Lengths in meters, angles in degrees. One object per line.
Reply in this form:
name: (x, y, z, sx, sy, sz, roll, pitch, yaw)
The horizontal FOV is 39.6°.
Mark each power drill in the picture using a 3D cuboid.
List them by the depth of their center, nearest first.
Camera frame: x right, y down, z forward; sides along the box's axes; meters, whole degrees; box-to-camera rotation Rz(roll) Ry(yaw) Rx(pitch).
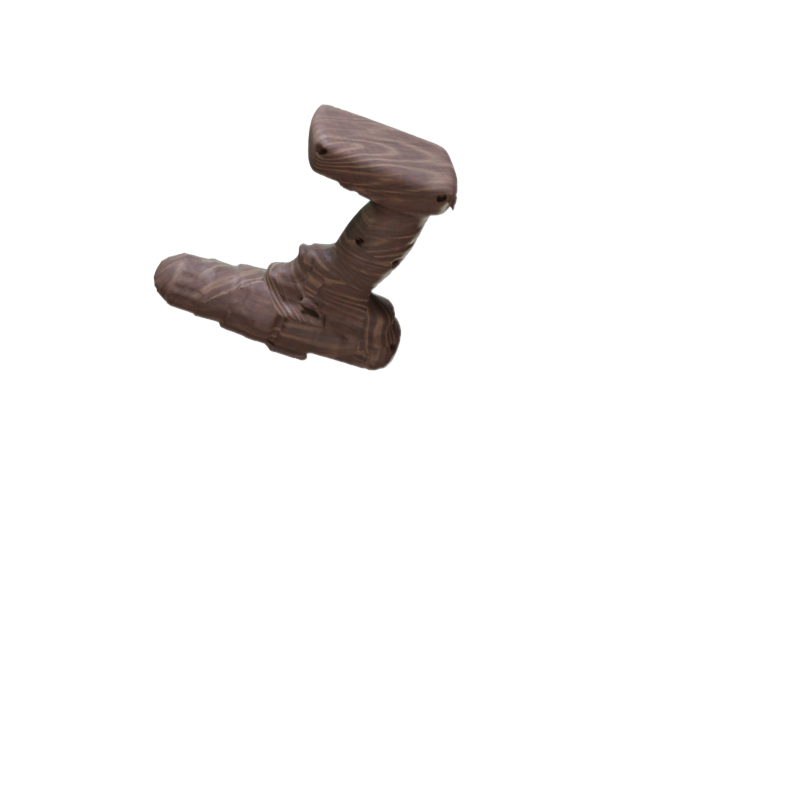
power drill: (-0.060, -0.109, 0.761, 0.179, 0.062, 0.180, 17, -48, -16)
